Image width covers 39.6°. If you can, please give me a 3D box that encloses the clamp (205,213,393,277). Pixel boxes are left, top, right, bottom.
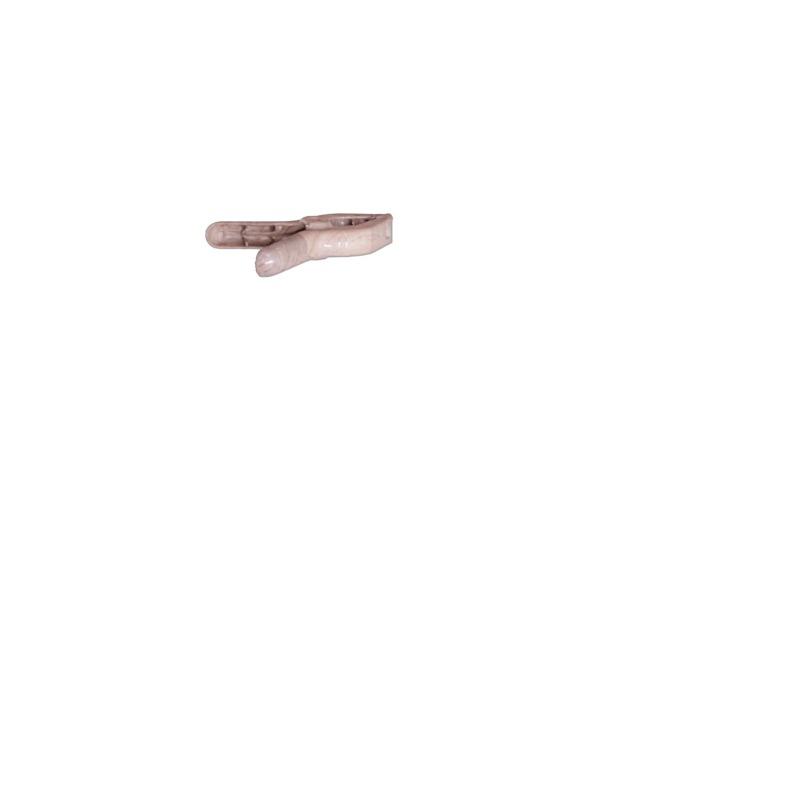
[{"bbox_3d":[-0.077,-0.140,0.983,0.168,0.037,0.129,-10,30,-18],"label":"clamp"}]
